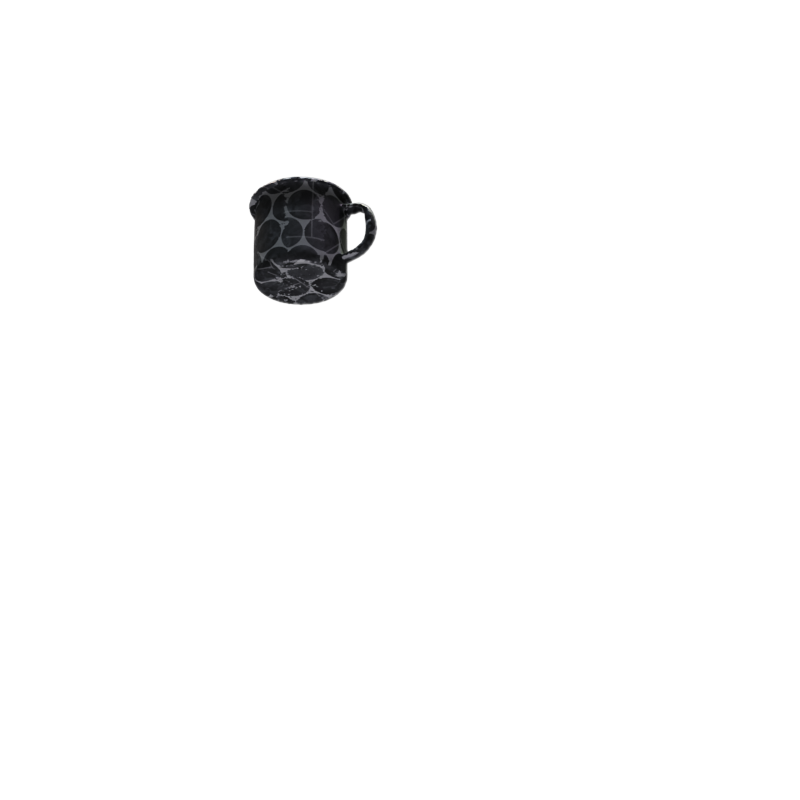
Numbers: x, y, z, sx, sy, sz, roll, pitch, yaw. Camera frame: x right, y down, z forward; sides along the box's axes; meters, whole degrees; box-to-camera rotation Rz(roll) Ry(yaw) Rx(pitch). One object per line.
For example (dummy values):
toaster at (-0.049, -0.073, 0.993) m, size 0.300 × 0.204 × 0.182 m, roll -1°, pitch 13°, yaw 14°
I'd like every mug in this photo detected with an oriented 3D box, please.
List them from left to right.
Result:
mug at (-0.076, -0.138, 0.968) m, size 0.119 × 0.087 × 0.086 m, roll -10°, pitch -30°, yaw 17°
